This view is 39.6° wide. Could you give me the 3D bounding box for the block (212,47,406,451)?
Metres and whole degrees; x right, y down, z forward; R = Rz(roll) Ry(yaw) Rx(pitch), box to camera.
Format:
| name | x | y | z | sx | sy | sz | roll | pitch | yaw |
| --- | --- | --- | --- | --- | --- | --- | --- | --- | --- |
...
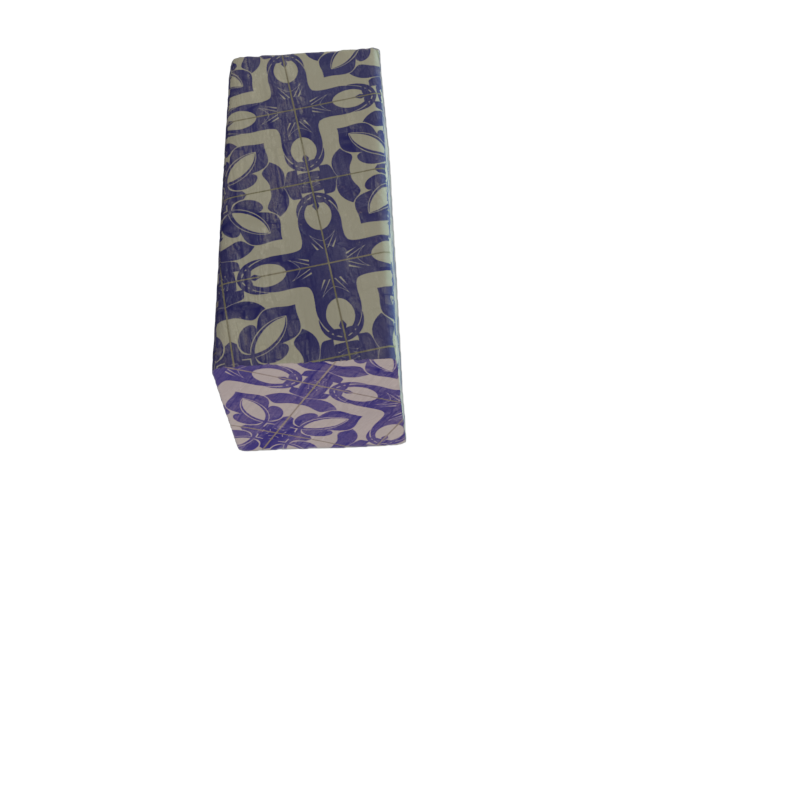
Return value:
| name | x | y | z | sx | sy | sz | roll | pitch | yaw |
| --- | --- | --- | --- | --- | --- | --- | --- | --- | --- |
| block | -0.048 | -0.087 | 0.608 | 0.090 | 0.220 | 0.084 | -4 | -34 | 2 |
